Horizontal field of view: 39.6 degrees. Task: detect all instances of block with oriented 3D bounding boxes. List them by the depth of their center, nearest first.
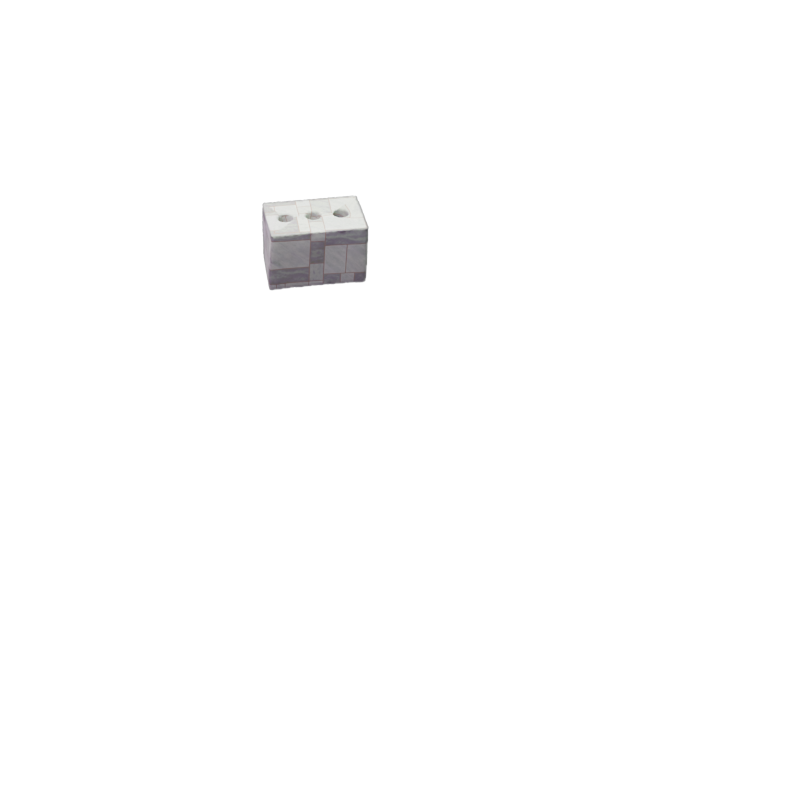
[{"bbox_3d":[-0.068,-0.125,0.873,0.077,0.048,0.057,-6,38,-9],"label":"block"}]
